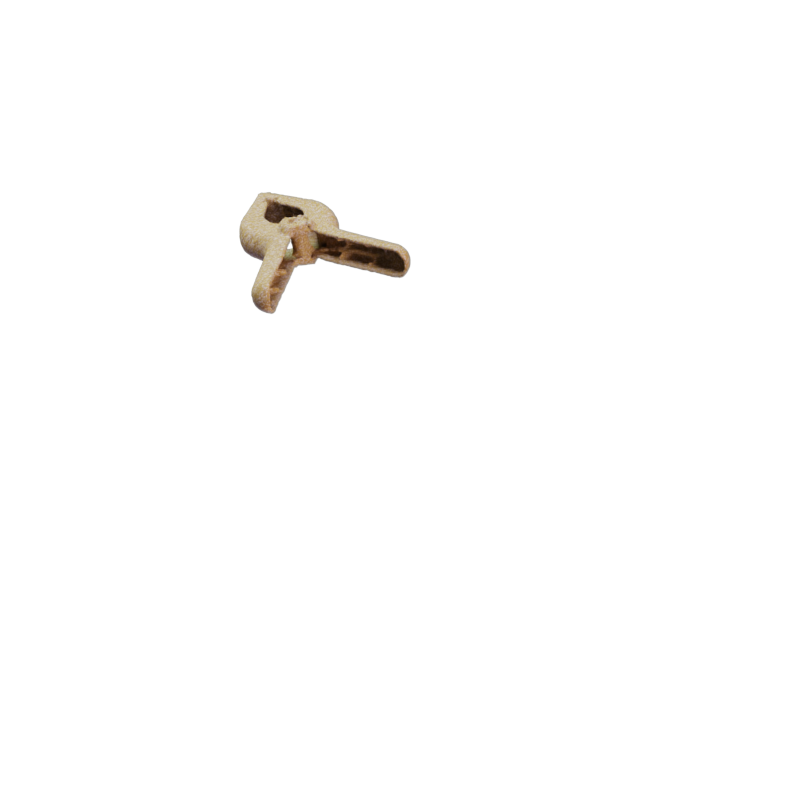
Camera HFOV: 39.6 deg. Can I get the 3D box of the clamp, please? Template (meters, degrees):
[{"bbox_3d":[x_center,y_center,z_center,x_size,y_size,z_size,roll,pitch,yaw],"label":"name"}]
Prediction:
[{"bbox_3d":[-0.067,-0.123,0.858,0.119,0.037,0.184,-8,33,-12],"label":"clamp"}]
